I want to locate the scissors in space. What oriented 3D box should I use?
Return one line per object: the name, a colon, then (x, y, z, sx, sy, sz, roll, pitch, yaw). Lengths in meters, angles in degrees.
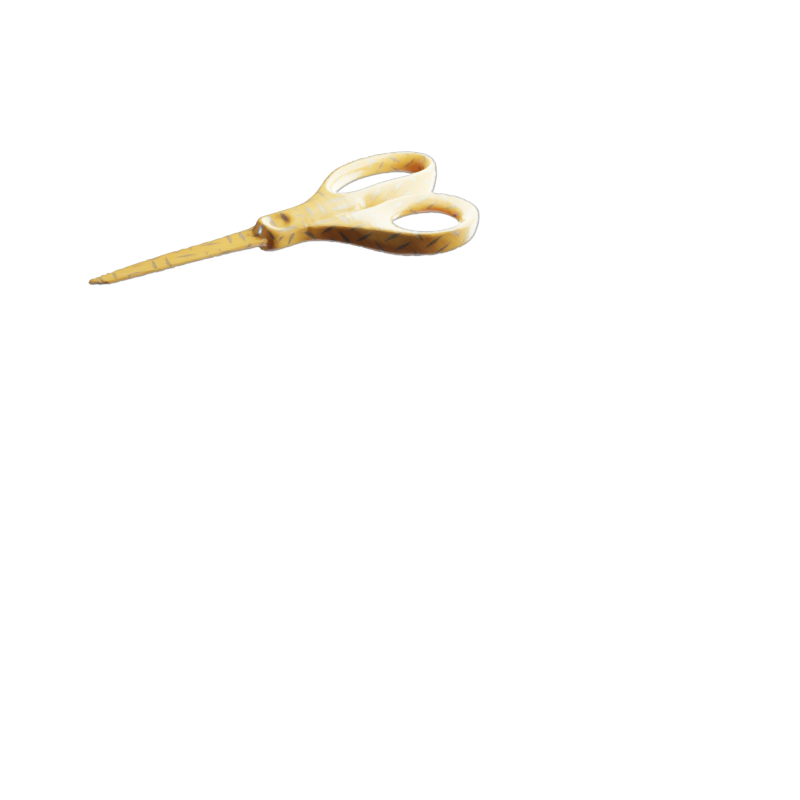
scissors: (-0.043, -0.078, 0.546, 0.103, 0.015, 0.202, 30, 47, 33)
